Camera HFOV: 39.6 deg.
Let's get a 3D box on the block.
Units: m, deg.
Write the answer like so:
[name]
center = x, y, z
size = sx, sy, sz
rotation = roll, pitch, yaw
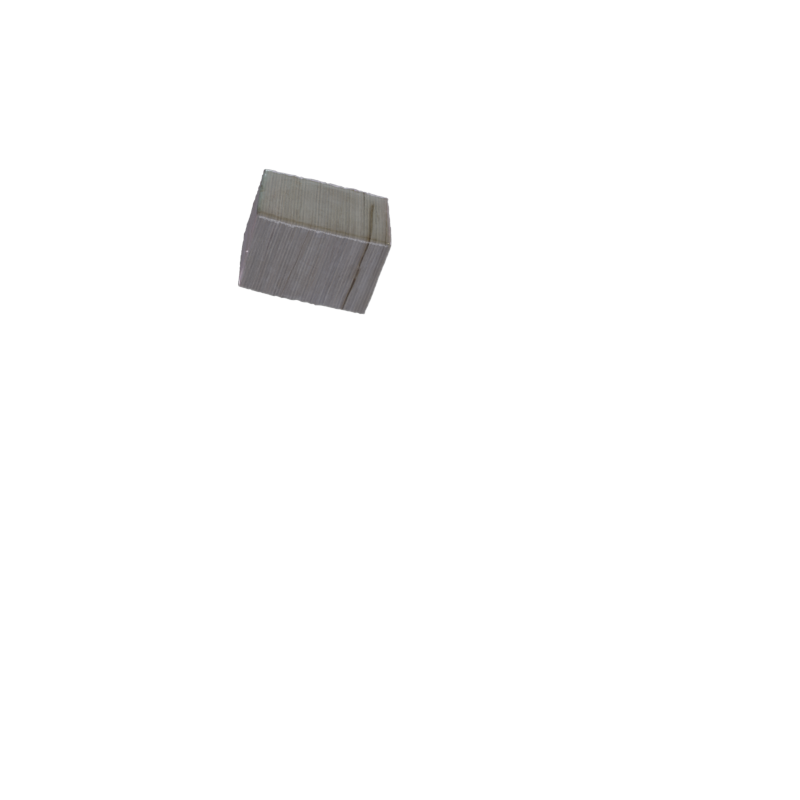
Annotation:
[block]
center = -0.050, -0.091, 0.636
size = 0.077, 0.050, 0.055
rotation = 13, 36, -11
